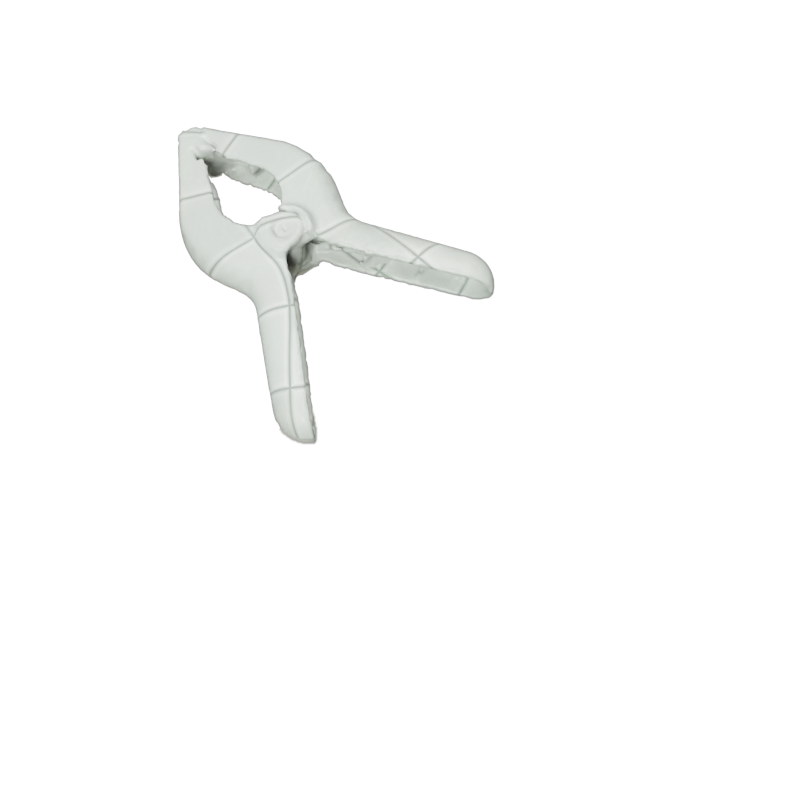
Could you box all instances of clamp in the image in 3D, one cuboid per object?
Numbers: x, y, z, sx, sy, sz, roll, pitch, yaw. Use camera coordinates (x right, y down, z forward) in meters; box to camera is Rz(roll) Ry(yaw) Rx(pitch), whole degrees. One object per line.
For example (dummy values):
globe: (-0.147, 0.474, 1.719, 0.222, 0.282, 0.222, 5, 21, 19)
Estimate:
clamp: (-0.042, -0.076, 0.531, 0.120, 0.182, 0.037, -28, -24, -14)
